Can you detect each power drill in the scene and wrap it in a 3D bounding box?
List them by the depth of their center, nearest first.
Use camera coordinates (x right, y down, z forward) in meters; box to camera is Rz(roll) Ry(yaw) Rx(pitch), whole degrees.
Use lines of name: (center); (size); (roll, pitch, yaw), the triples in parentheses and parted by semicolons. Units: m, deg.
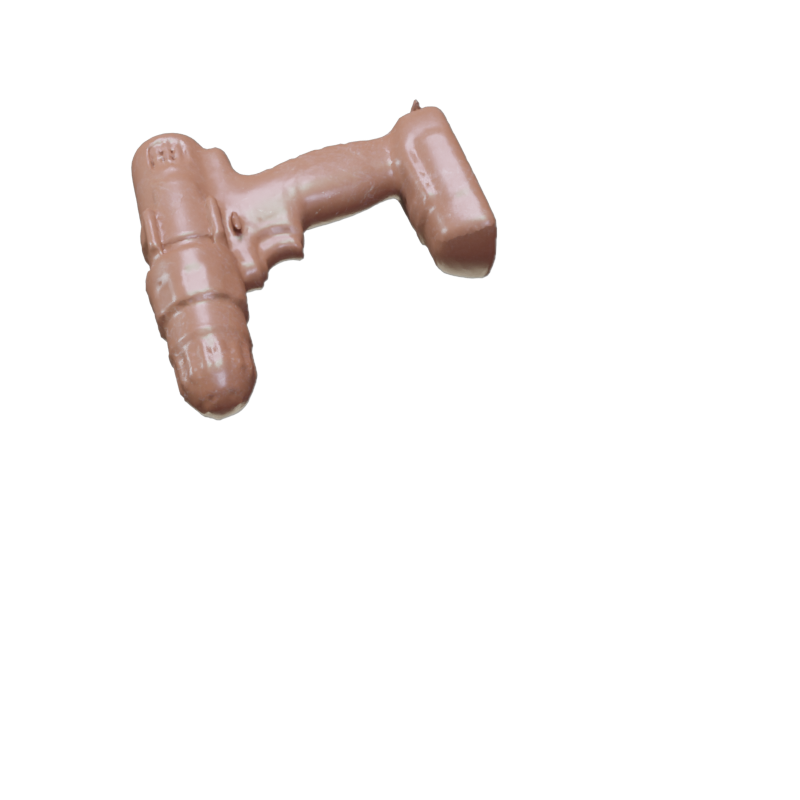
power drill: (-0.047, -0.086, 0.606); (0.186, 0.199, 0.054); (-13, -34, -9)
